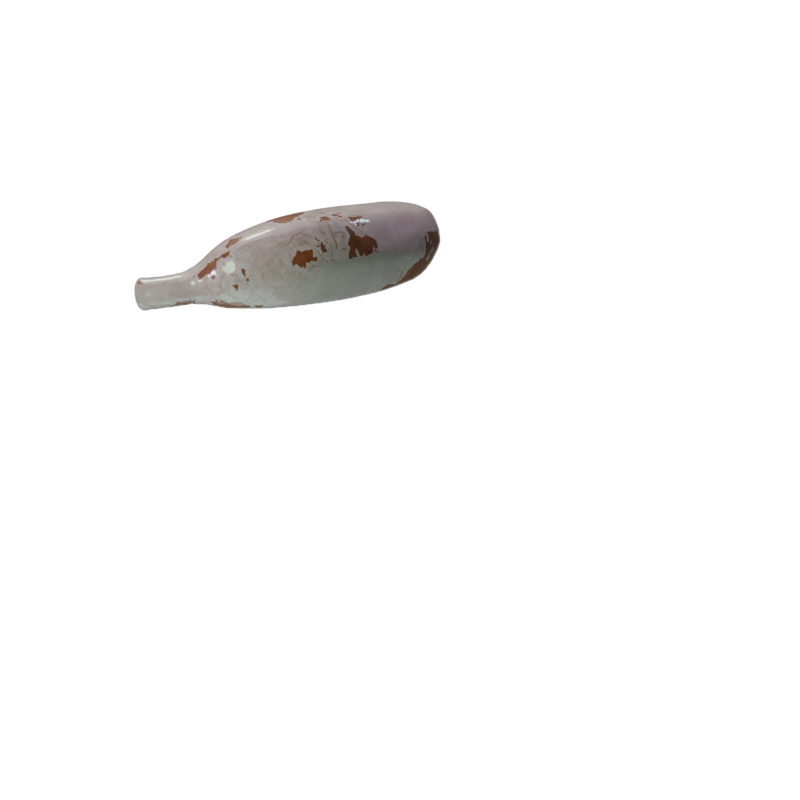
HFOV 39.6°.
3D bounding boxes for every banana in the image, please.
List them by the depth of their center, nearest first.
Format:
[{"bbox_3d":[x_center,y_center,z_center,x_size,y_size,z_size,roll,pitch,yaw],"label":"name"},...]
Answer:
[{"bbox_3d":[-0.024,-0.066,0.473,0.072,0.036,0.194,7,15,29],"label":"banana"}]
